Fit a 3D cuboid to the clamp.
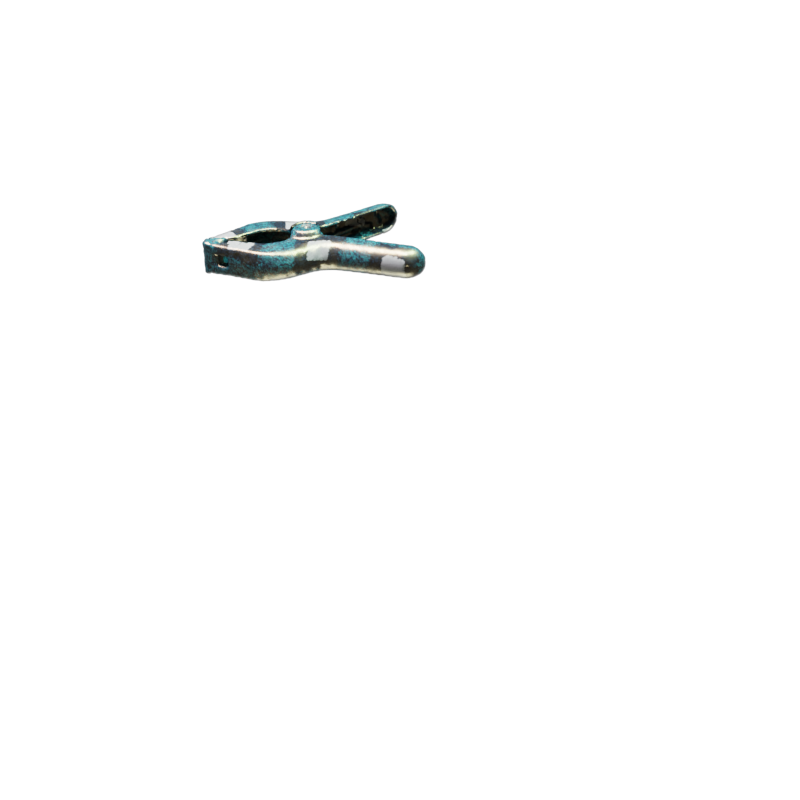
[{"bbox_3d":[-0.069,-0.127,0.887,0.171,0.038,0.125,0,22,0],"label":"clamp"}]
